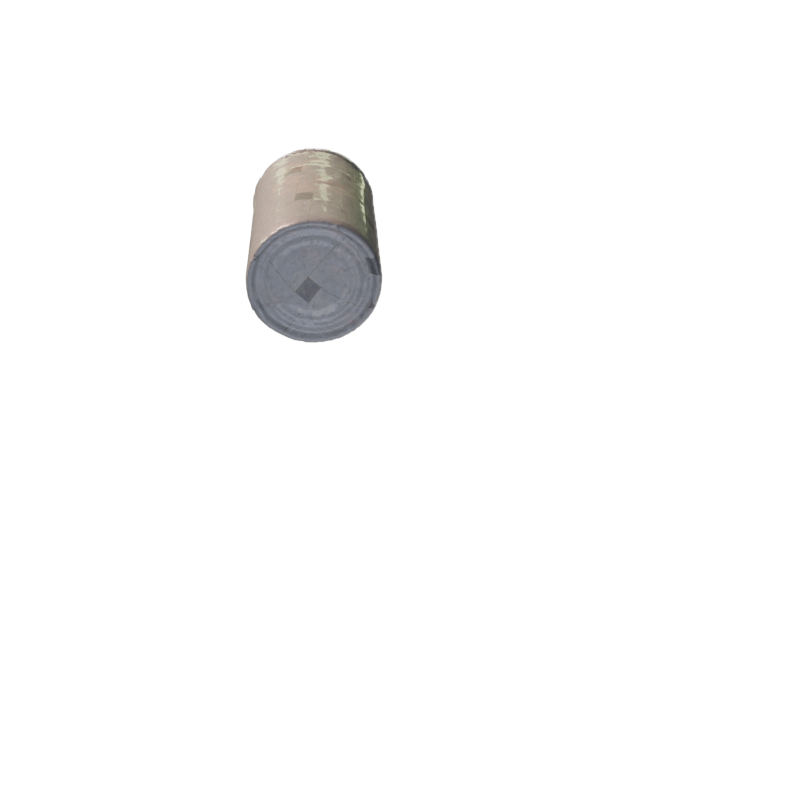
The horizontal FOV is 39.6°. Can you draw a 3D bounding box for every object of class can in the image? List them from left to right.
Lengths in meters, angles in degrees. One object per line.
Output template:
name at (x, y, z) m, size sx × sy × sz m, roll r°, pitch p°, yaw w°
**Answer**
can at (-0.045, -0.082, 0.578) m, size 0.068 × 0.065 × 0.108 m, roll 0°, pitch 29°, yaw -3°
